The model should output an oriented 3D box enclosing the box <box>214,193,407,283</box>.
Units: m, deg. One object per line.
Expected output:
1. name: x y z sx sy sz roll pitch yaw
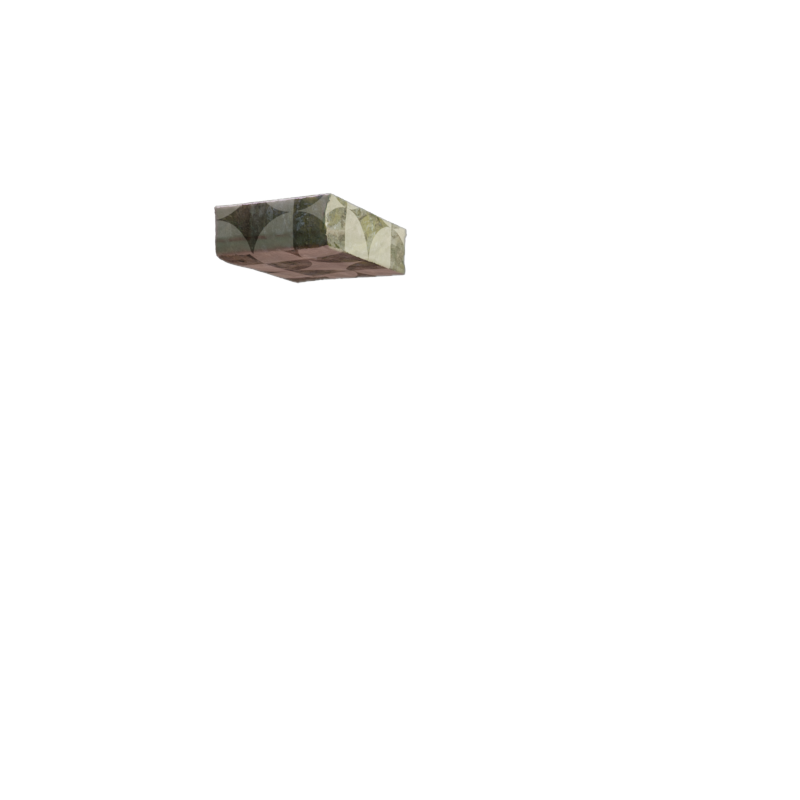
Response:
1. box: -0.059 -0.107 0.751 0.092 0.040 0.108 -2 -4 28
